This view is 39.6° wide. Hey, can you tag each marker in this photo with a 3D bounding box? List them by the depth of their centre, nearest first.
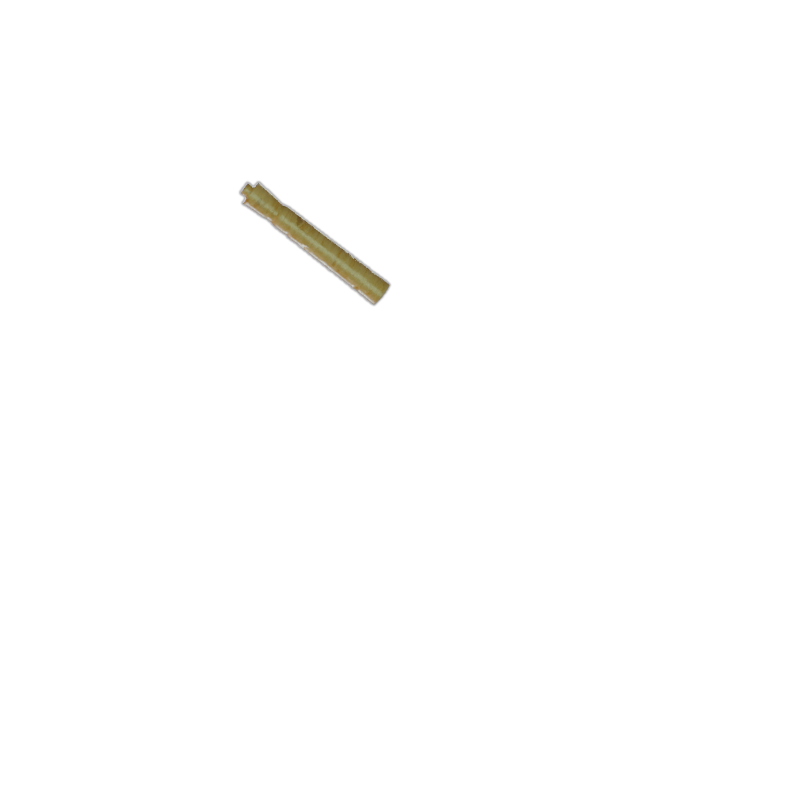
[{"bbox_3d":[-0.060,-0.109,0.763,0.120,0.020,0.020,37,-1,-4],"label":"marker"}]
